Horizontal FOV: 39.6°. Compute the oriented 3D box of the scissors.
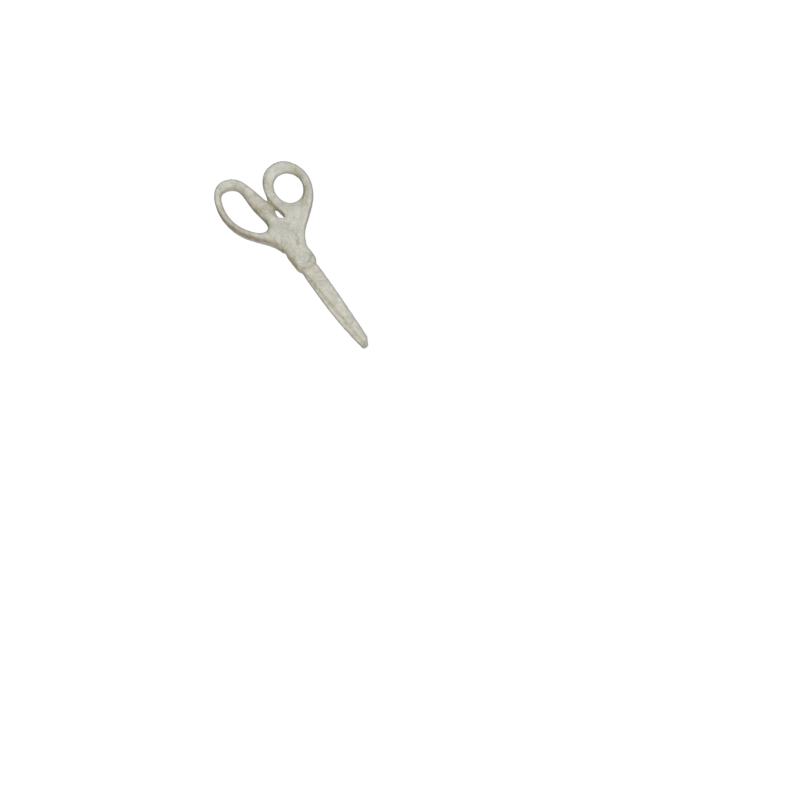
[{"bbox_3d":[-0.076,-0.138,0.967,0.211,0.098,0.015,39,-22,19],"label":"scissors"}]
